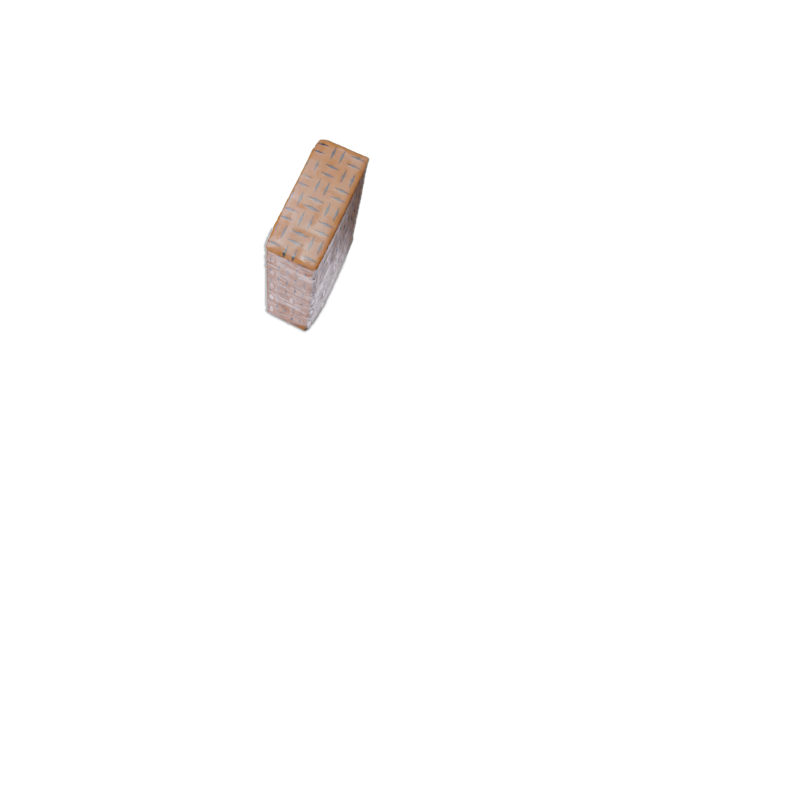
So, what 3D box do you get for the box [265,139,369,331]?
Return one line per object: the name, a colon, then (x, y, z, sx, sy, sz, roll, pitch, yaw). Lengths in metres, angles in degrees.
box: (-0.066, -0.120, 0.837, 0.048, 0.096, 0.170, 24, -14, 1)
